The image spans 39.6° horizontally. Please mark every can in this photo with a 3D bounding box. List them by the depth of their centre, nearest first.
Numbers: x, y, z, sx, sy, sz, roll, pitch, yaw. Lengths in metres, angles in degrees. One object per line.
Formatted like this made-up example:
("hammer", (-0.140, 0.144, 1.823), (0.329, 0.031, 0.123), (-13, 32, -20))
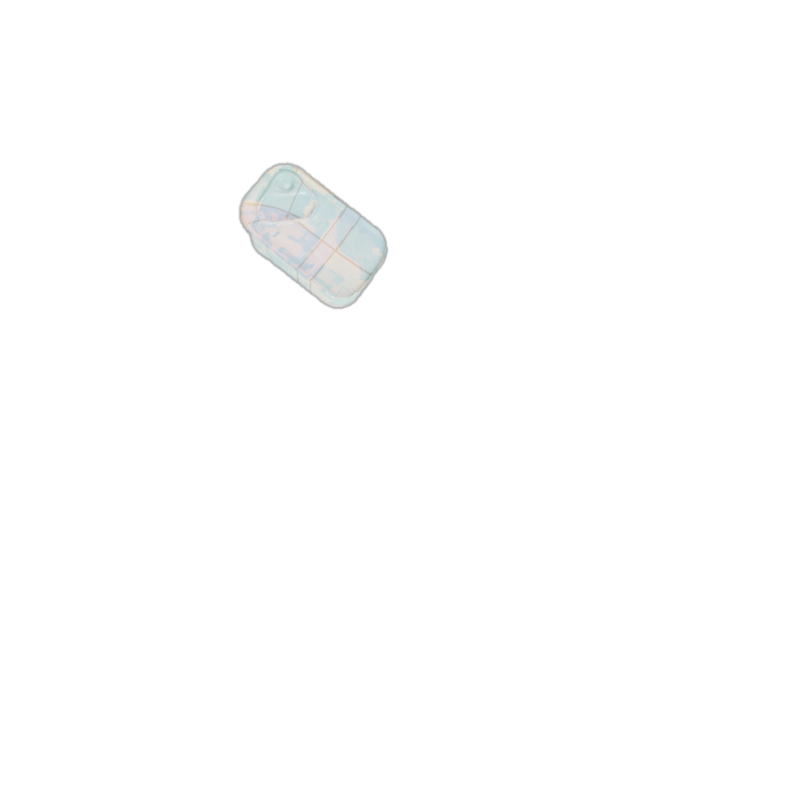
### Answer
("can", (-0.062, -0.113, 0.788), (0.103, 0.058, 0.082), (39, -6, 3))
